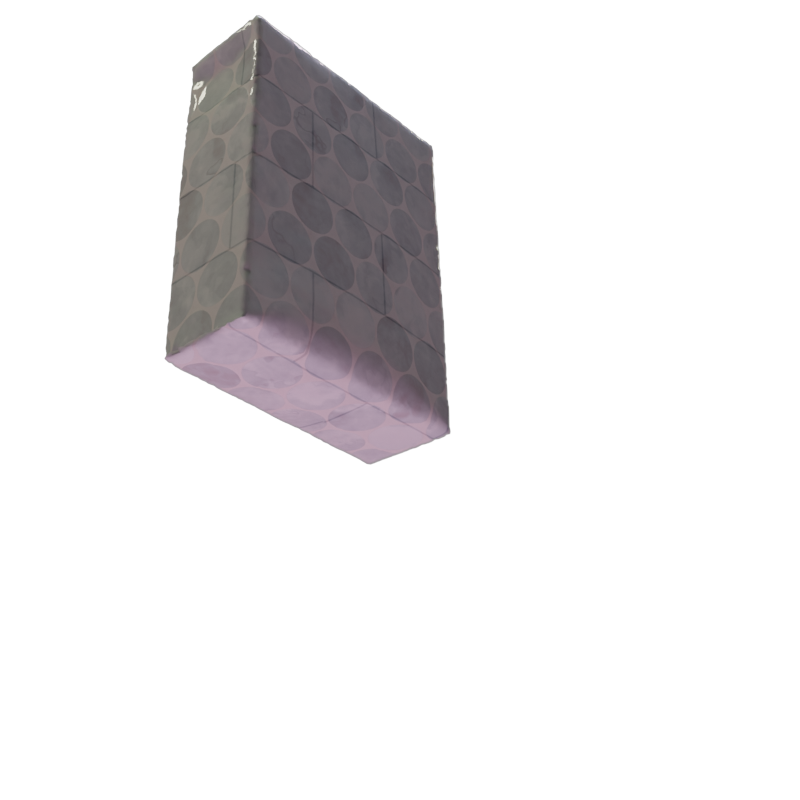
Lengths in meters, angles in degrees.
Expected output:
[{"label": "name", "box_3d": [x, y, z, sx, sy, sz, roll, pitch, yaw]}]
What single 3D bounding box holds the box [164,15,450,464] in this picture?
[{"label": "box", "box_3d": [-0.051, -0.092, 0.648, 0.072, 0.229, 0.153, -29, -41, 33]}]
